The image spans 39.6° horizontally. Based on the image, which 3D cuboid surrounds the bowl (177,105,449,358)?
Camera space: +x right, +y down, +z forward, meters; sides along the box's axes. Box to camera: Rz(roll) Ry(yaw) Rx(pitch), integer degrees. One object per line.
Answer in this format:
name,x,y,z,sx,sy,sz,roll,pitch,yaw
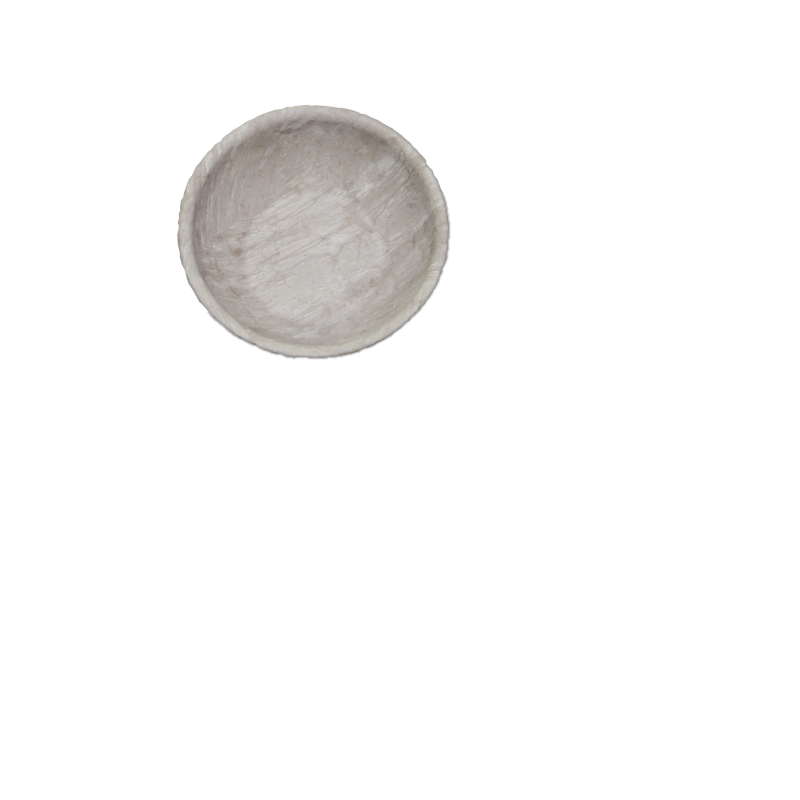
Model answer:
bowl,-0.053,-0.097,0.680,0.162,0.170,0.052,-1,-20,-1
